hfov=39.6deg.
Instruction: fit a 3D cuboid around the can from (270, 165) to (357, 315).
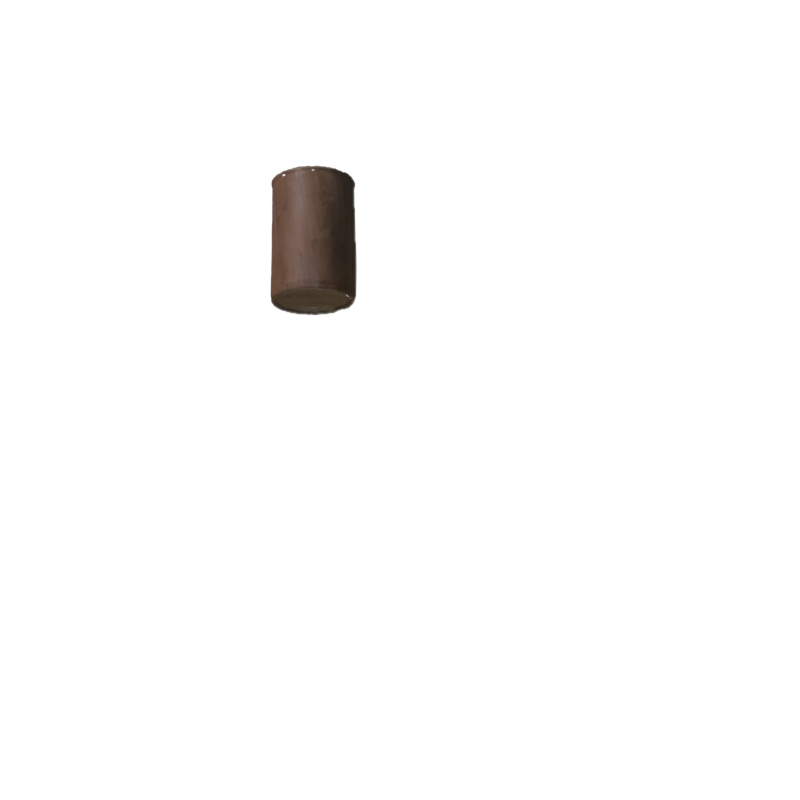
[{"bbox_3d":[-0.069,-0.126,0.880,0.068,0.107,0.066,0,-19,-2],"label":"can"}]
